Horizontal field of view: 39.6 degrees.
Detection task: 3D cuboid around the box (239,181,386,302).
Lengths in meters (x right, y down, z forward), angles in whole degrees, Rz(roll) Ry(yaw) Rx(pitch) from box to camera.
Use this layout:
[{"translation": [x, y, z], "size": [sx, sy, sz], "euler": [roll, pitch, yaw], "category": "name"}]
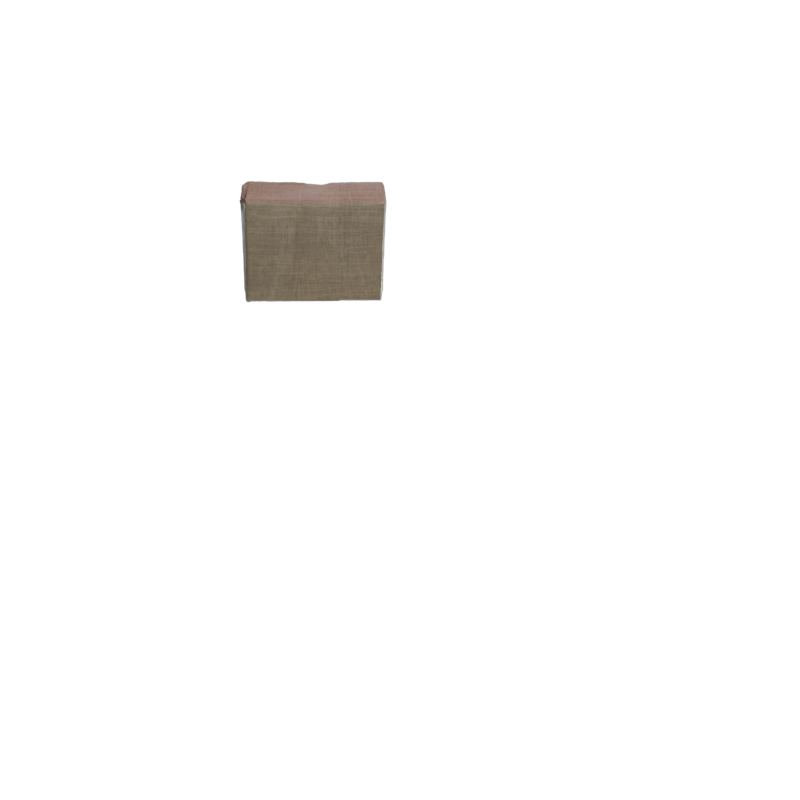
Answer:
[{"translation": [-0.055, -0.099, 0.695], "size": [0.089, 0.069, 0.032], "euler": [0, 34, -1], "category": "box"}]
